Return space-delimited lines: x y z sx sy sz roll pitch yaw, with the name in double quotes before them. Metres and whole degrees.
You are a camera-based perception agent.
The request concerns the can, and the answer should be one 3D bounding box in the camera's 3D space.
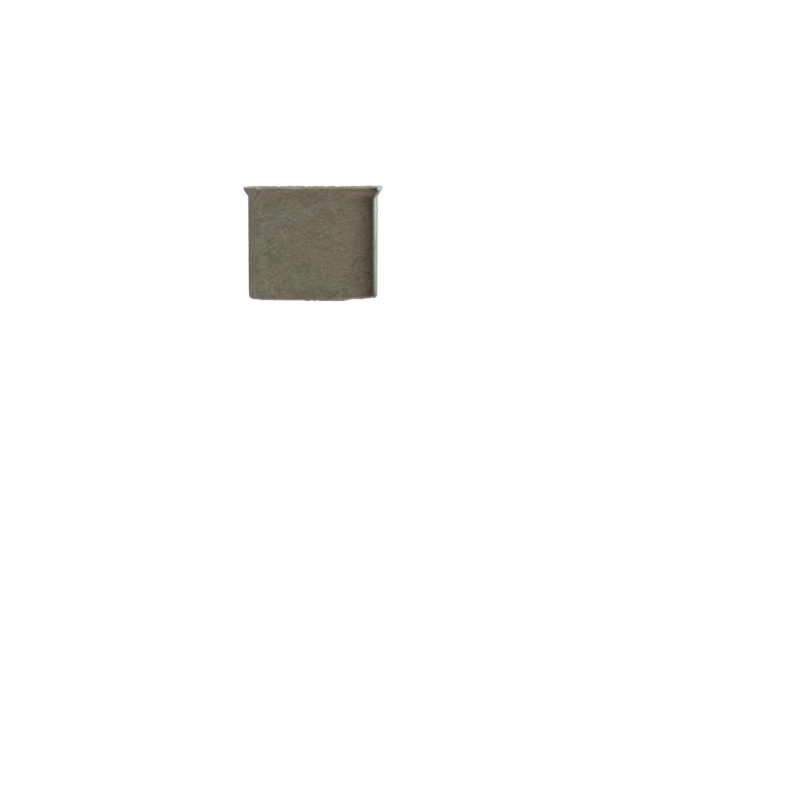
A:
"can" -0.065 -0.119 0.833 0.103 0.083 0.058 1 7 7
